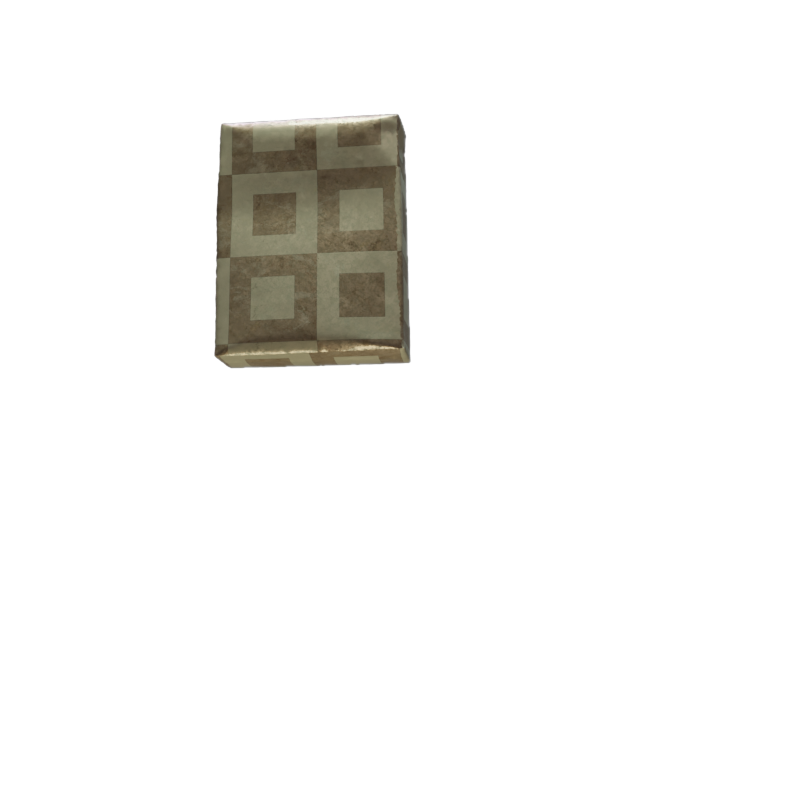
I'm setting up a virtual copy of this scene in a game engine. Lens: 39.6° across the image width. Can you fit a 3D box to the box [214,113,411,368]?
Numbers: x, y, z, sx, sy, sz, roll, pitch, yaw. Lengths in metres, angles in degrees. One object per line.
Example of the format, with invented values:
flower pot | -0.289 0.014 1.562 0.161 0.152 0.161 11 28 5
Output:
box | -0.076 -0.139 0.974 0.166 0.221 0.069 -2 -14 7
